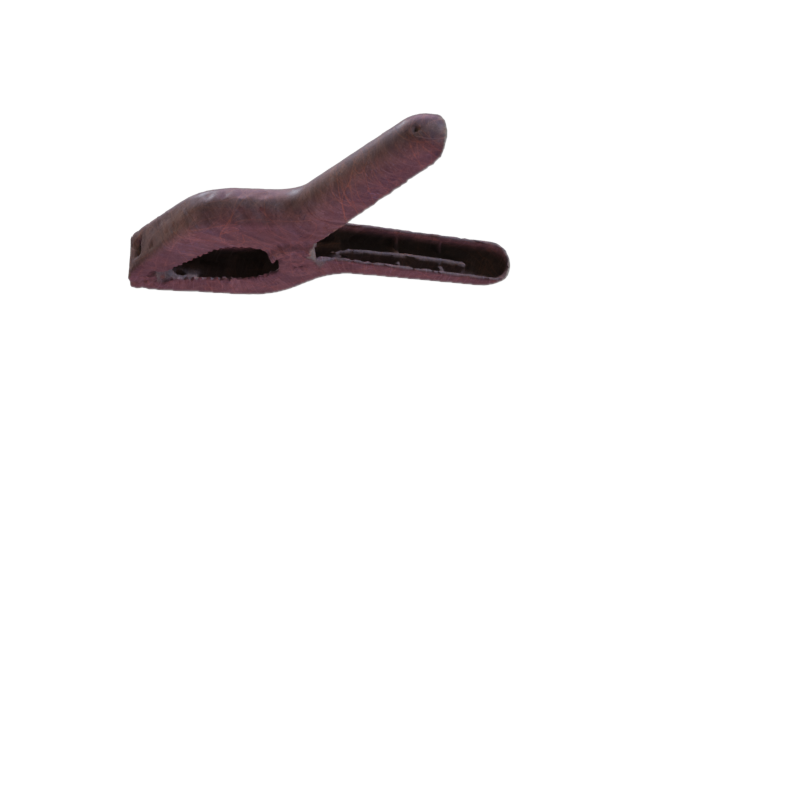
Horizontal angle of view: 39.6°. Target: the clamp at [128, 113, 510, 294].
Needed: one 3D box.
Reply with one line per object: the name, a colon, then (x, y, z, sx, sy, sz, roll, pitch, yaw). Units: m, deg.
clamp: (-0.047, -0.086, 0.606, 0.214, 0.038, 0.153, -9, -23, 23)
